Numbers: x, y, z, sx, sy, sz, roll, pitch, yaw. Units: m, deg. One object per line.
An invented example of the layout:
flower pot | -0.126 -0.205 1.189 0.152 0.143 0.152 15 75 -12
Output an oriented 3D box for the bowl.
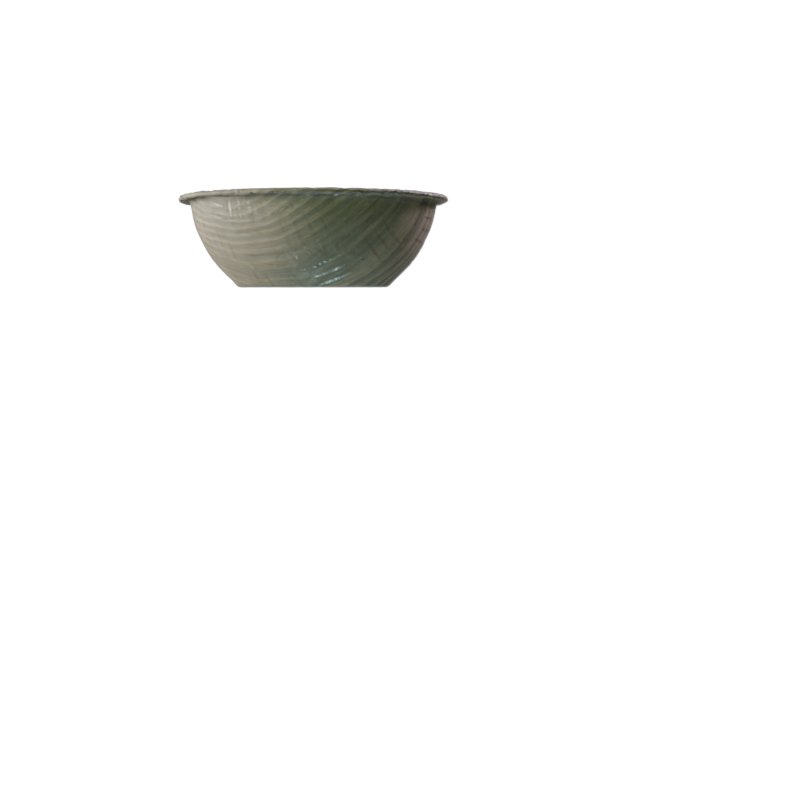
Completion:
bowl | -0.052 -0.095 0.666 0.162 0.055 0.163 0 5 -2
